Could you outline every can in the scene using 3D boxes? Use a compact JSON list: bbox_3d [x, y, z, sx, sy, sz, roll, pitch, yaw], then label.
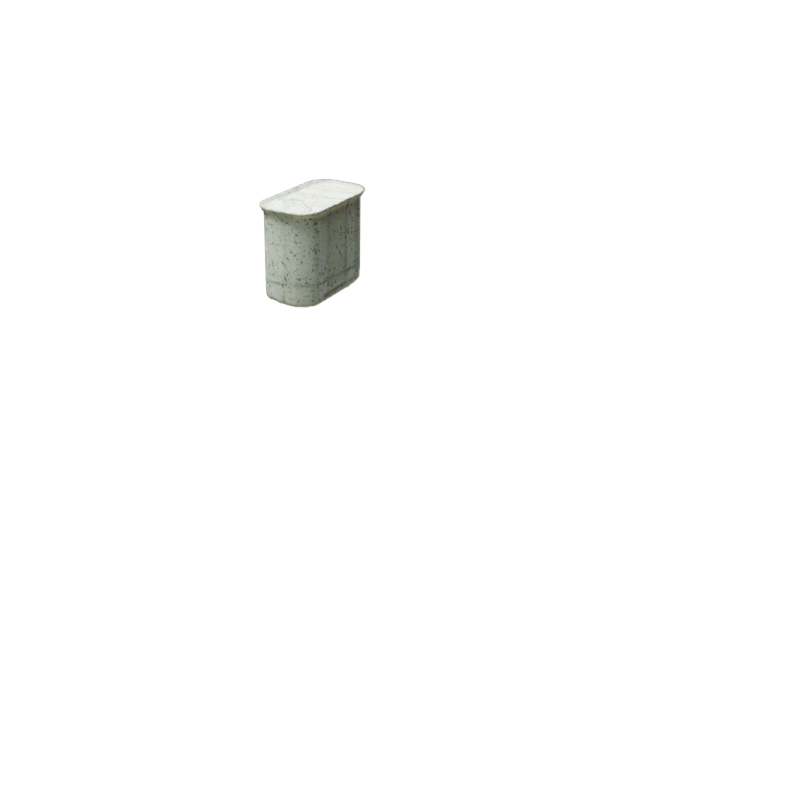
[{"bbox_3d":[-0.074,-0.135,0.946,0.060,0.080,0.102,13,26,27],"label":"can"}]
